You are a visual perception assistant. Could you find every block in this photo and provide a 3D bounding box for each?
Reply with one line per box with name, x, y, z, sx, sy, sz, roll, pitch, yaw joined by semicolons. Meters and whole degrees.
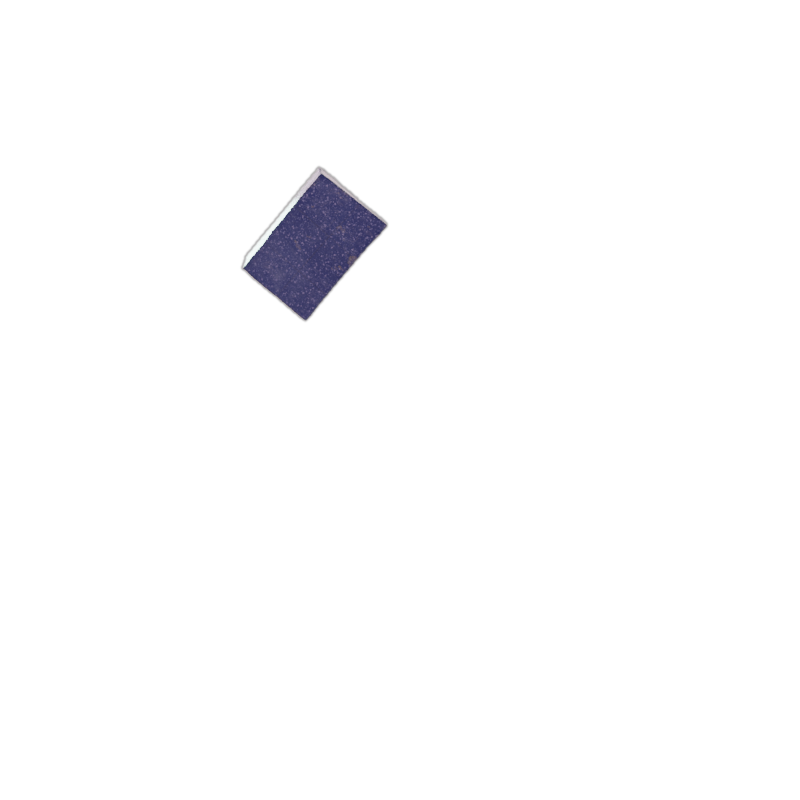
block;-0.054;-0.098;0.686;0.052;0.077;0.053;40;7;-10
